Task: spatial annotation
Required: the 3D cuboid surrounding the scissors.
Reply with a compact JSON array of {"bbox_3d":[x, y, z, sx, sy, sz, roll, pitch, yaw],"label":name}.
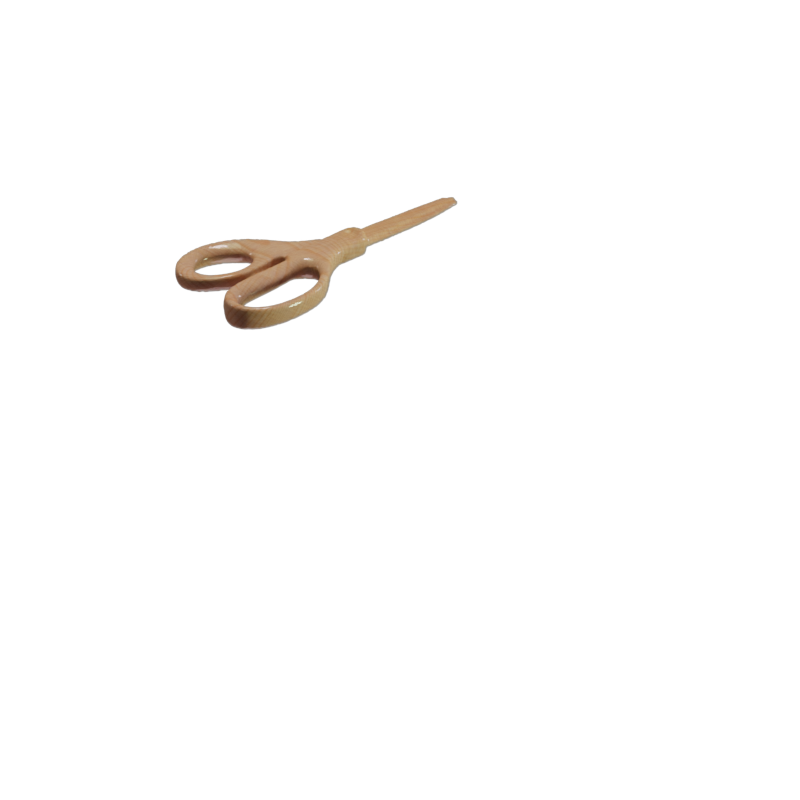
[{"bbox_3d":[-0.050,-0.092,0.644,0.100,0.015,0.205,14,33,23],"label":"scissors"}]
